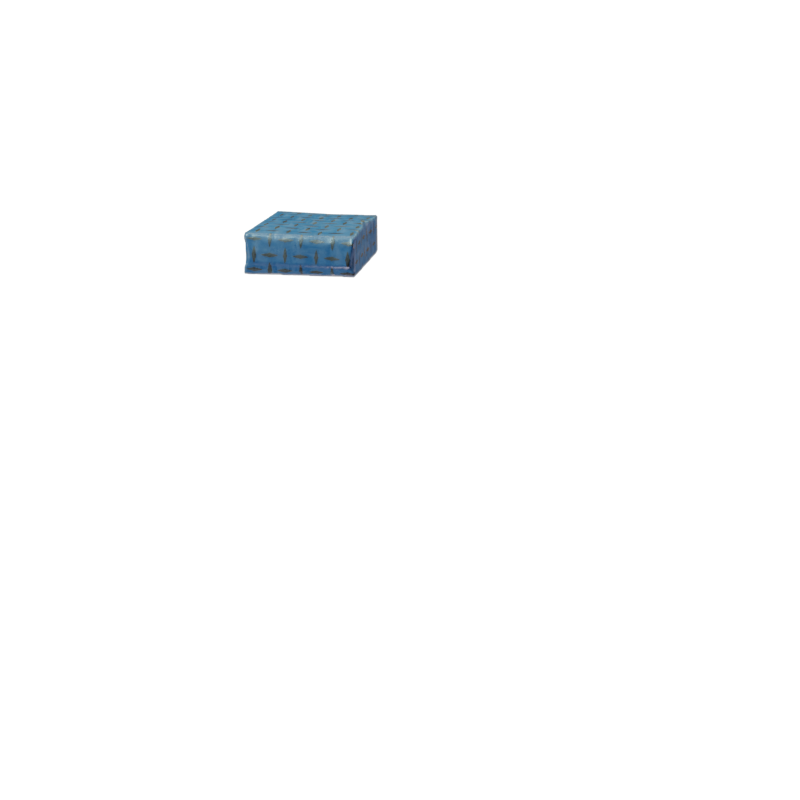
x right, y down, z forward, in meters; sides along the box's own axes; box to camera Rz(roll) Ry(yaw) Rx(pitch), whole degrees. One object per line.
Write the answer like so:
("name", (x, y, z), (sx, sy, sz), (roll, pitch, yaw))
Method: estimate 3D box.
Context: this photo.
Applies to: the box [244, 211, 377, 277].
("box", (-0.058, -0.106, 0.741), (0.074, 0.029, 0.091), (3, 18, 10))
